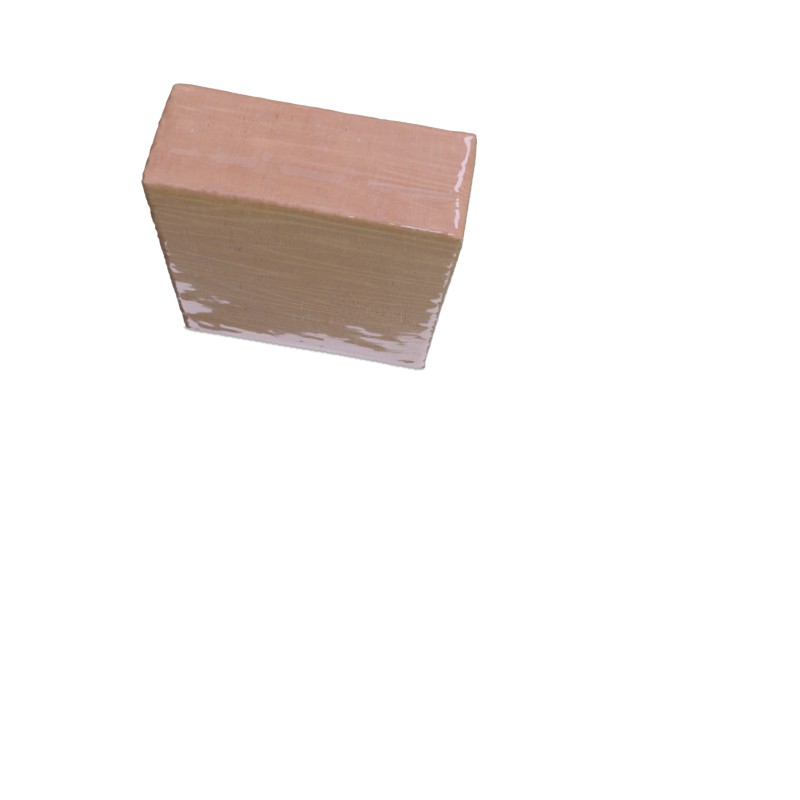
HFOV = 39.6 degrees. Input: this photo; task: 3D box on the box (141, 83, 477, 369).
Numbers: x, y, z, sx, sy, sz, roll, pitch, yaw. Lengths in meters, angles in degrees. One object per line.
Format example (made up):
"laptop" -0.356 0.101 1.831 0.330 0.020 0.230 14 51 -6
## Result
"box" -0.051 -0.093 0.651 0.165 0.075 0.204 11 -19 1
